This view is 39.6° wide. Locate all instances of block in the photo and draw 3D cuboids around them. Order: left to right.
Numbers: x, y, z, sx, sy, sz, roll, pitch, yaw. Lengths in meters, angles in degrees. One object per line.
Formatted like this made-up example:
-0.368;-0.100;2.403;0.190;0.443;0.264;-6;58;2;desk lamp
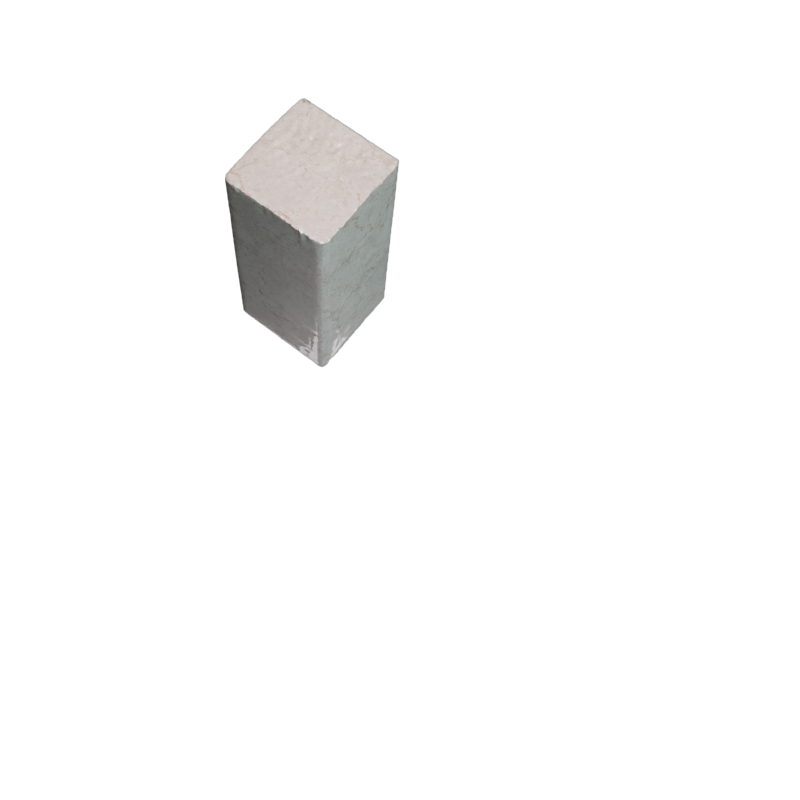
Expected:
-0.067;-0.121;0.848;0.094;0.092;0.195;36;-21;12;block
